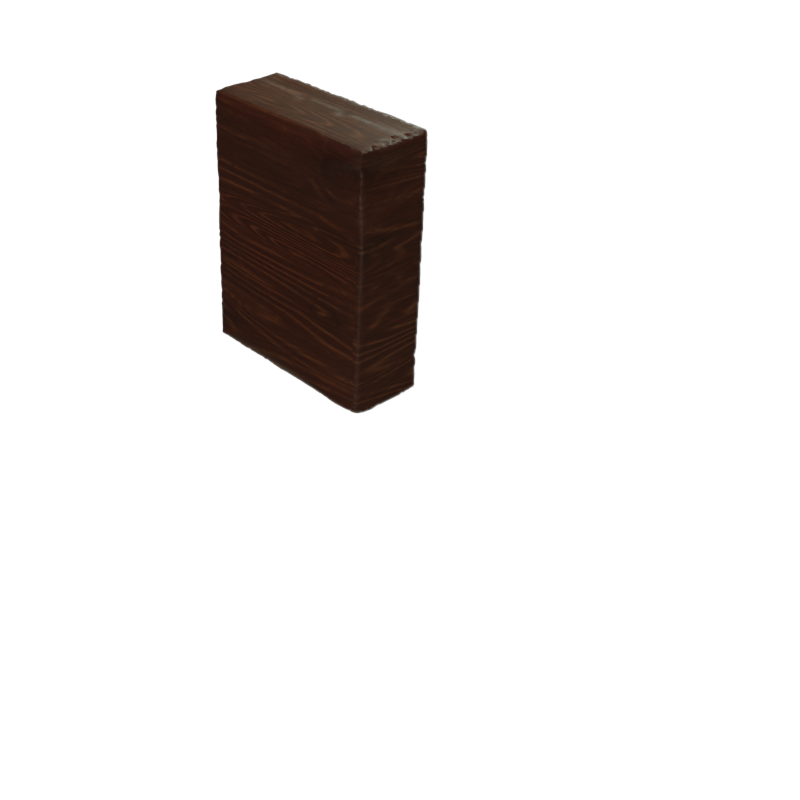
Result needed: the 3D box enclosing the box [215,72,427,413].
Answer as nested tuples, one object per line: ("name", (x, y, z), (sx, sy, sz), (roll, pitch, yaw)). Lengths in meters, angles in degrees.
("box", (-0.065, -0.119, 0.835), (0.071, 0.201, 0.175), (-23, 39, -37))
